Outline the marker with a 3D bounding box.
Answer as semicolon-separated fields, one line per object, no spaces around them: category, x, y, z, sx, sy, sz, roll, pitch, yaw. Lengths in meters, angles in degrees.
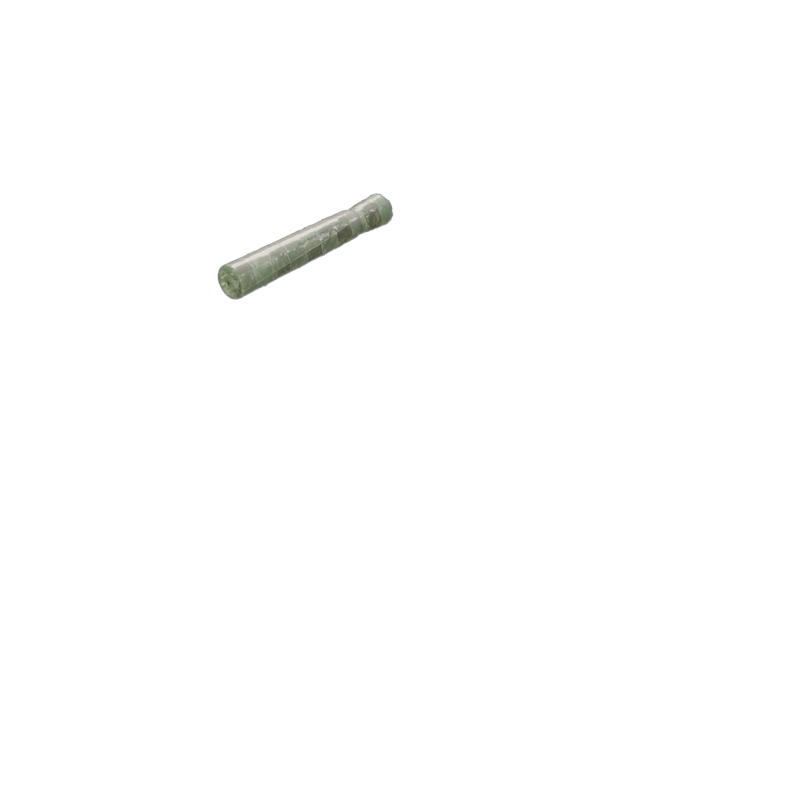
marker;-0.046;-0.084;0.588;0.021;0.019;0.121;4;28;44
